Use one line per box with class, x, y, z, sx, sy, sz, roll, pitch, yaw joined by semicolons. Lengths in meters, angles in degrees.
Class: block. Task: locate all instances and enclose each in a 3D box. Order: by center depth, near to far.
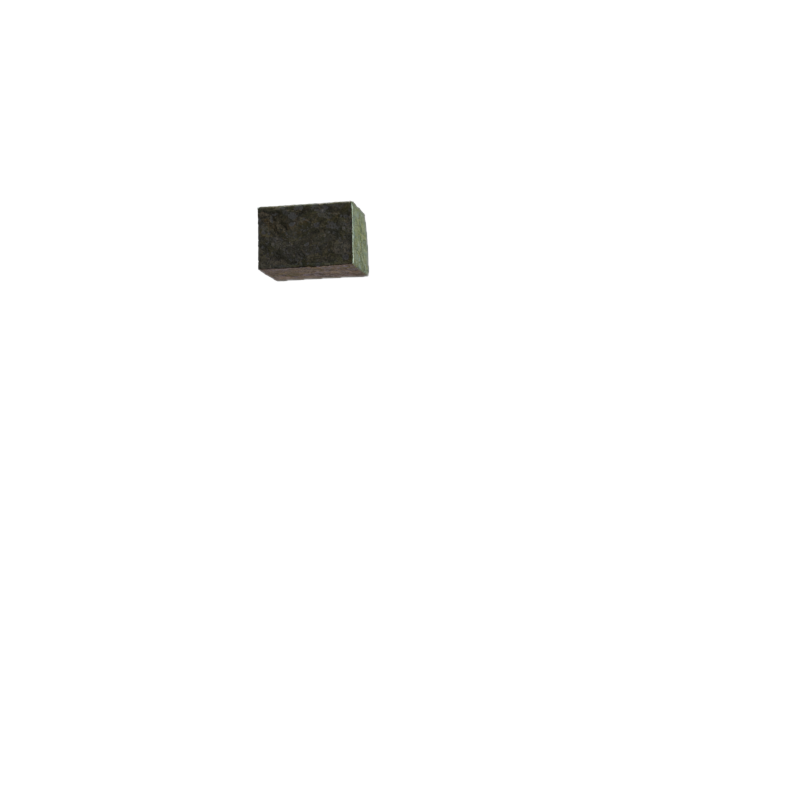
block;-0.068;-0.123;0.865;0.079;0.053;0.051;-2;-8;13
